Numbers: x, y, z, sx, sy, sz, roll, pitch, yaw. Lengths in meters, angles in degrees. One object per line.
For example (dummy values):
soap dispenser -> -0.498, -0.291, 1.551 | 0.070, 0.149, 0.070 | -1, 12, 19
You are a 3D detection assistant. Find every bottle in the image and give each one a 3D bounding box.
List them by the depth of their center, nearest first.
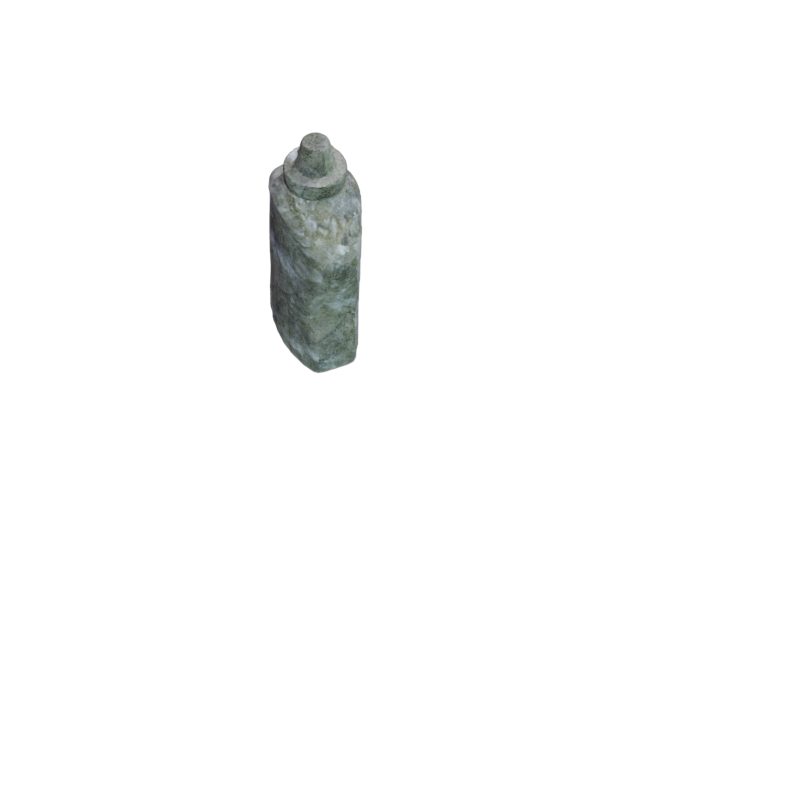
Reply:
bottle -> -0.059, -0.109, 0.760 | 0.058, 0.104, 0.179 | -15, -33, -14
